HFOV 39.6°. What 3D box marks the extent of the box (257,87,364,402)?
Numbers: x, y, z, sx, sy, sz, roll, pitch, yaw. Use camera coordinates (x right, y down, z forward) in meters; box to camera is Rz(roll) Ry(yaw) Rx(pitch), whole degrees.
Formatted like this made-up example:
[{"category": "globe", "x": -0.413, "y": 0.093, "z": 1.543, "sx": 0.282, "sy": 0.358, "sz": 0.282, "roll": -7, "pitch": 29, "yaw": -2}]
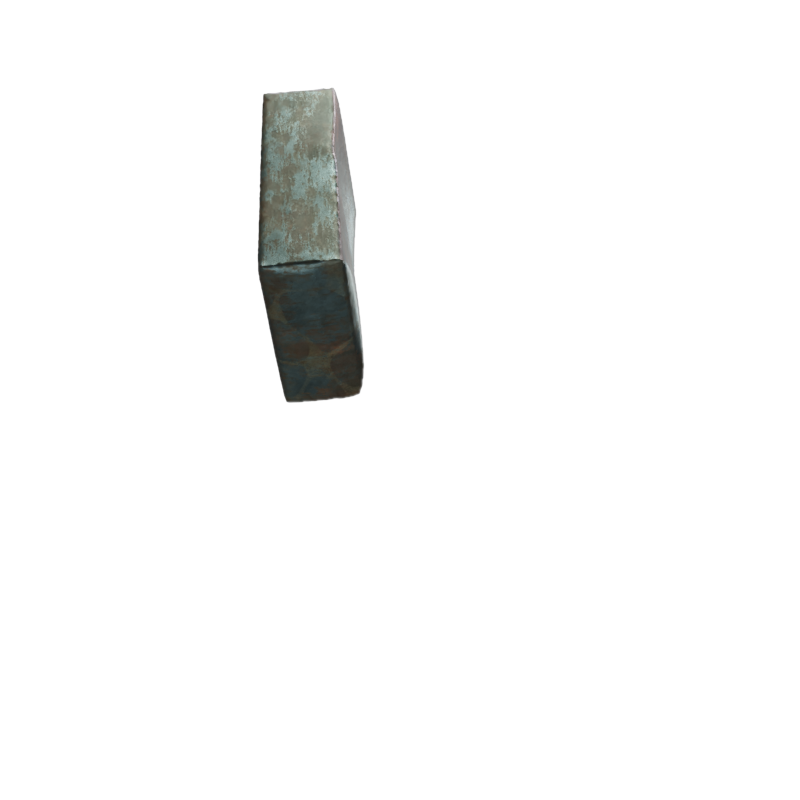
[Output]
[{"category": "box", "x": -0.073, "y": -0.132, "z": 0.928, "sx": 0.072, "sy": 0.230, "sz": 0.152, "roll": -5, "pitch": -42, "yaw": 1}]
